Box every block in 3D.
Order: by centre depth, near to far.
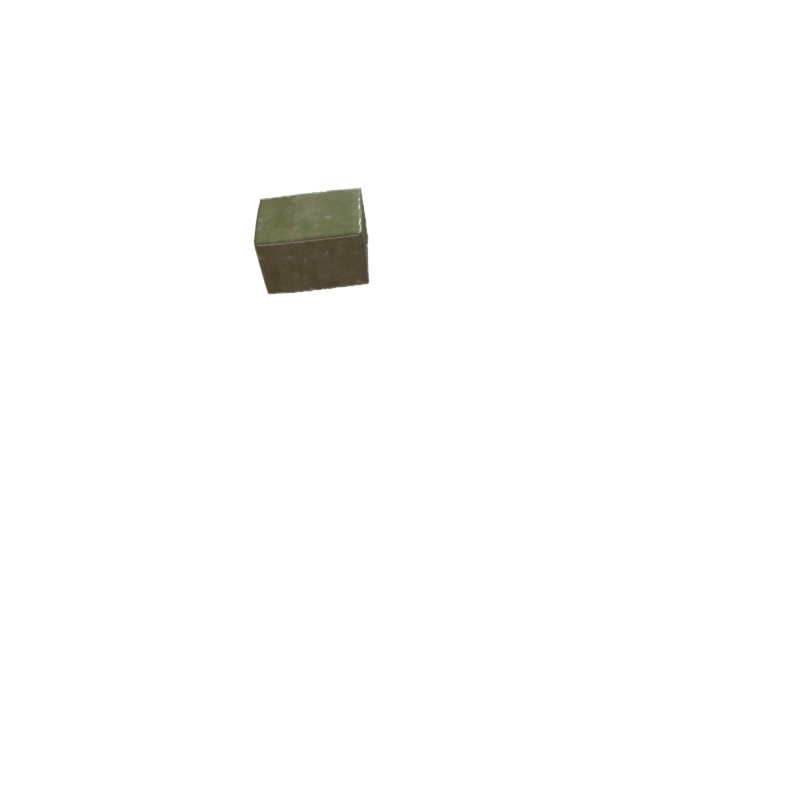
[{"bbox_3d":[-0.063,-0.115,0.809,0.078,0.055,0.049,-5,-44,4],"label":"block"}]
